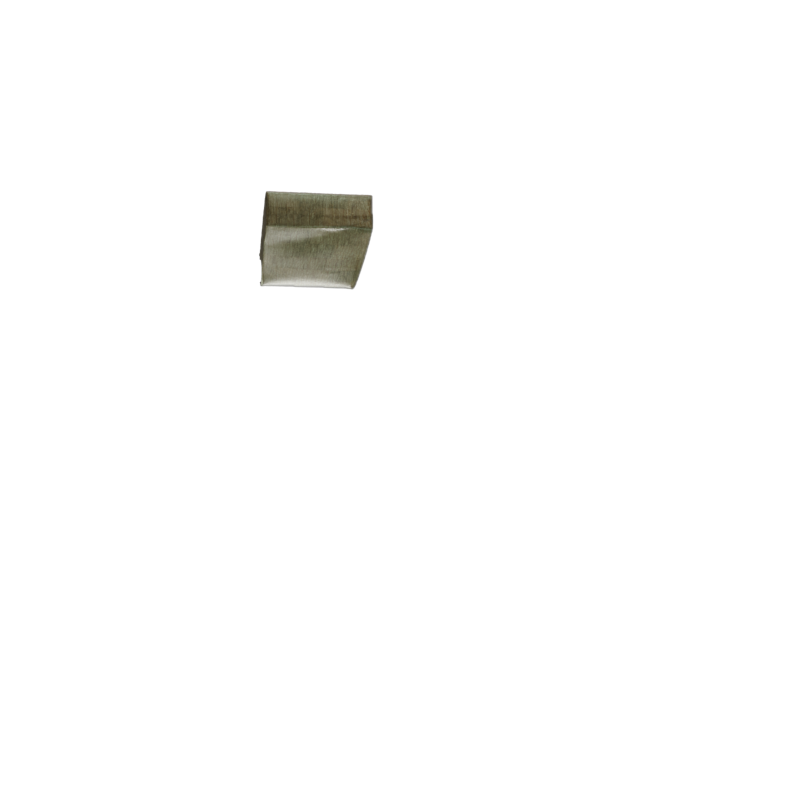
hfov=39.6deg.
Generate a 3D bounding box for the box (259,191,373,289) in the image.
[{"bbox_3d":[-0.074,-0.136,0.953,0.089,0.041,0.108,3,-26,-7],"label":"box"}]
